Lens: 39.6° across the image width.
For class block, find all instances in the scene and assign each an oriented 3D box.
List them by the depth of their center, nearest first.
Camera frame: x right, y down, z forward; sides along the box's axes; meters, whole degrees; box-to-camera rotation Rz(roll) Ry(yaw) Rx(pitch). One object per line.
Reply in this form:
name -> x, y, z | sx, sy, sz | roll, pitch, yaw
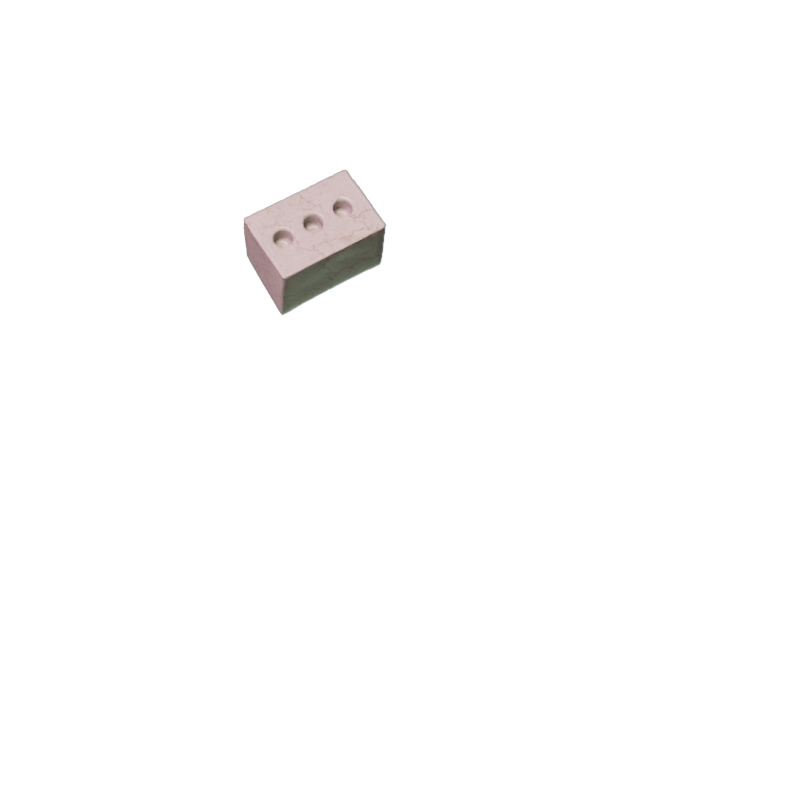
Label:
block -> -0.056, -0.103, 0.721 | 0.078, 0.056, 0.048 | -29, -21, -14
